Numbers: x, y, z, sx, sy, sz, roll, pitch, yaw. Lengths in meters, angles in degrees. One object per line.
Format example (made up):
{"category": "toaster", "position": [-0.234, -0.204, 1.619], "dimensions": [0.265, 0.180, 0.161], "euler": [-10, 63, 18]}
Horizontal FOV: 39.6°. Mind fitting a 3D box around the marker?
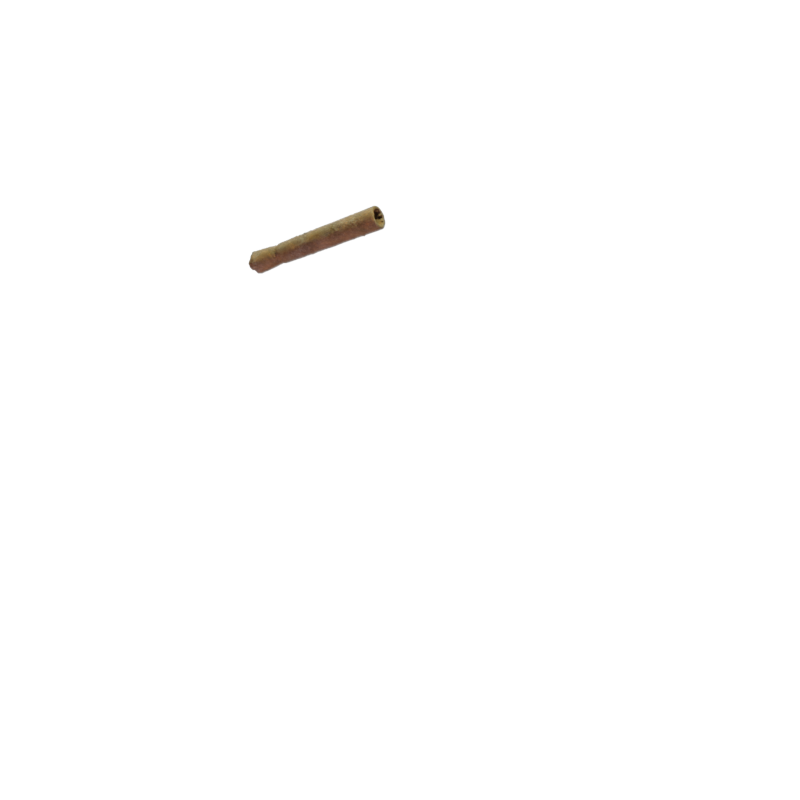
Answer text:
{"category": "marker", "position": [-0.067, -0.123, 0.859], "dimensions": [0.122, 0.020, 0.019], "euler": [-16, -4, 29]}
